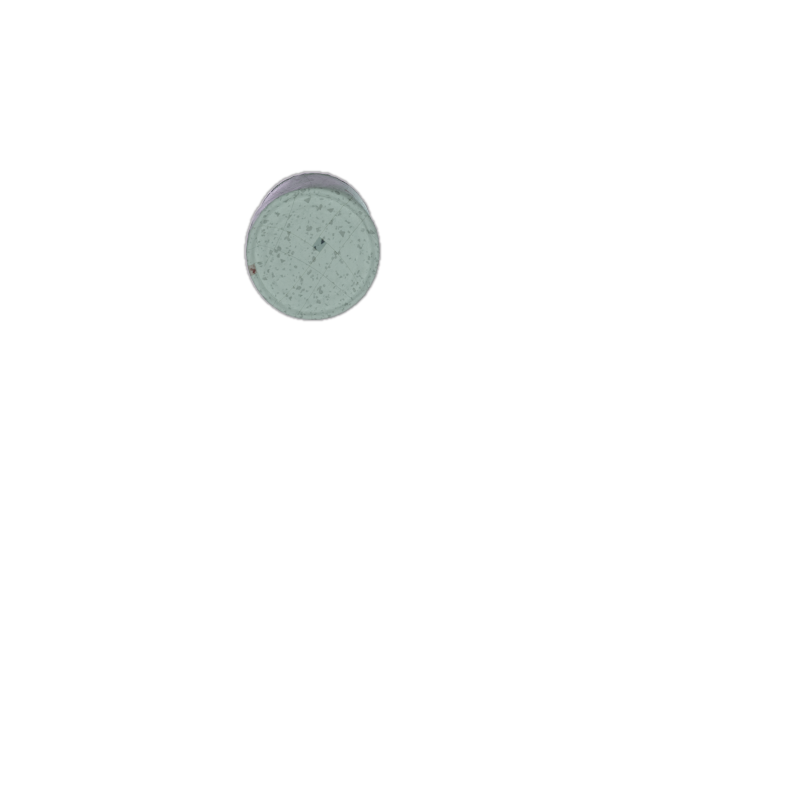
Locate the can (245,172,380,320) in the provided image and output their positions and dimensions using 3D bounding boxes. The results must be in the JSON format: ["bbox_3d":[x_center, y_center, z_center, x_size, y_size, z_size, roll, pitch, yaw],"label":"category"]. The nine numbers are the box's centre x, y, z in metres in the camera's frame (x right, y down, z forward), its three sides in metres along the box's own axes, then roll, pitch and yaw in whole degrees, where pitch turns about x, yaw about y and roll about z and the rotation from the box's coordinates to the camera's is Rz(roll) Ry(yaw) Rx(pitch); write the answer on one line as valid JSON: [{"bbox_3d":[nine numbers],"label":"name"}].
[{"bbox_3d":[-0.046,-0.084,0.587,0.068,0.067,0.105,0,13,-3],"label":"can"}]
